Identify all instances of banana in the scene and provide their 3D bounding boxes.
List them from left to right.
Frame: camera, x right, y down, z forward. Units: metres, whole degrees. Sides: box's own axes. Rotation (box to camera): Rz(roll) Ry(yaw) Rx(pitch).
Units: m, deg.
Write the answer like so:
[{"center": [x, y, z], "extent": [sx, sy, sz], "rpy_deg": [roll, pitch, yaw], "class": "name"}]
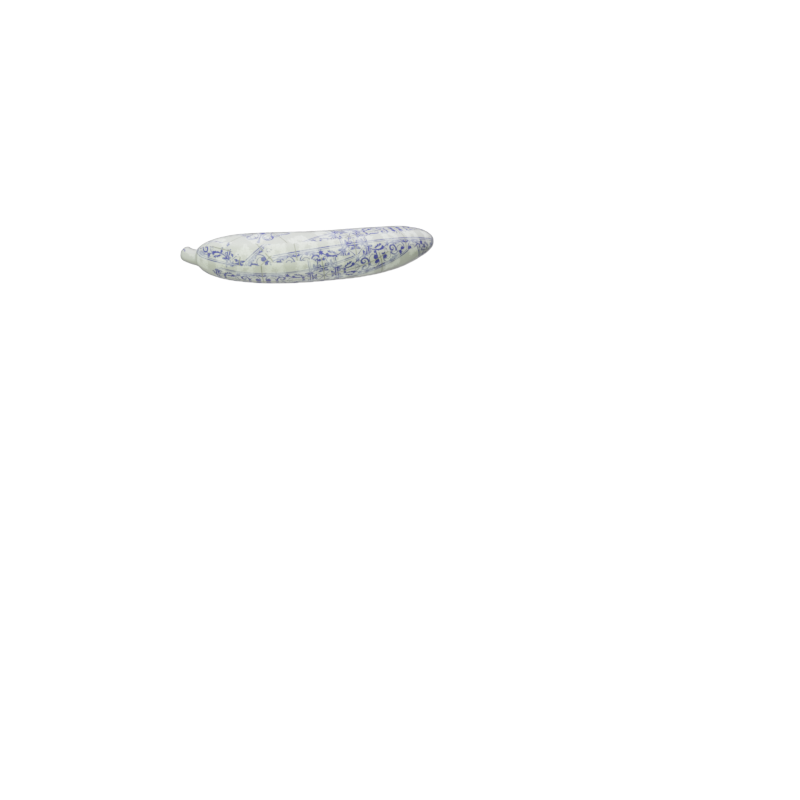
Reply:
[{"center": [-0.068, -0.113, 0.838], "extent": [0.196, 0.035, 0.074], "rpy_deg": [-2, 26, -5], "class": "banana"}]
